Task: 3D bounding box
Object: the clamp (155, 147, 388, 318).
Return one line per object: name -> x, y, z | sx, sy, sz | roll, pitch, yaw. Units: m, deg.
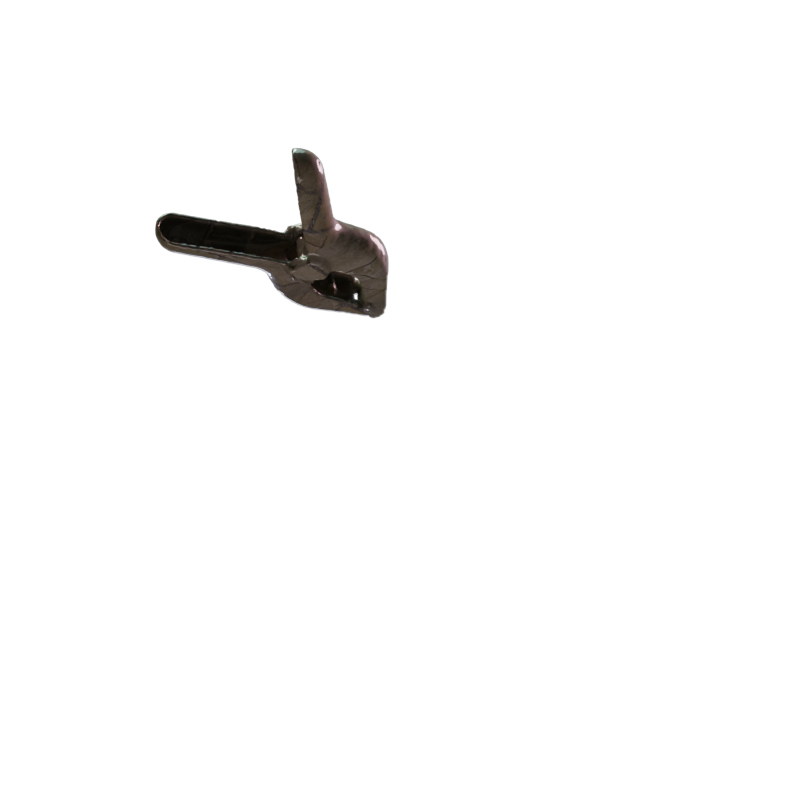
clamp -> -0.055, -0.100, 0.703 | 0.121, 0.041, 0.161 | -20, -29, 40
